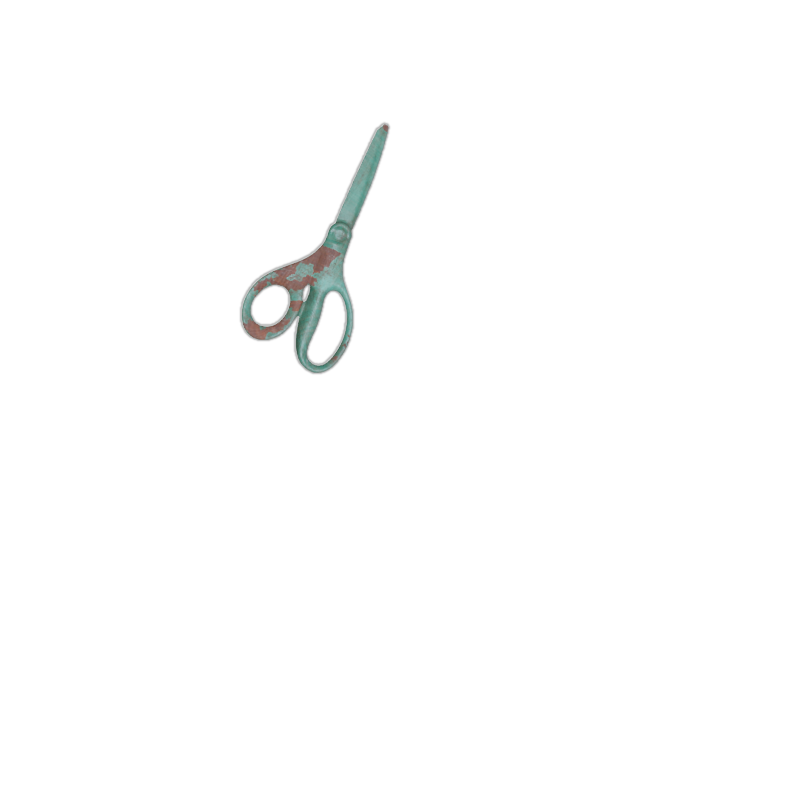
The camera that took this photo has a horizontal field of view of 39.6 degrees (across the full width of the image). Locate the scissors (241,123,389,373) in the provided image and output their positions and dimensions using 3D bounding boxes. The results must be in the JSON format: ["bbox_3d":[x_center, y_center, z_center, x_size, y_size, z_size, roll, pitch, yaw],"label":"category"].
[{"bbox_3d":[-0.068,-0.123,0.864,0.096,0.206,0.015,7,-9,1],"label":"scissors"}]
